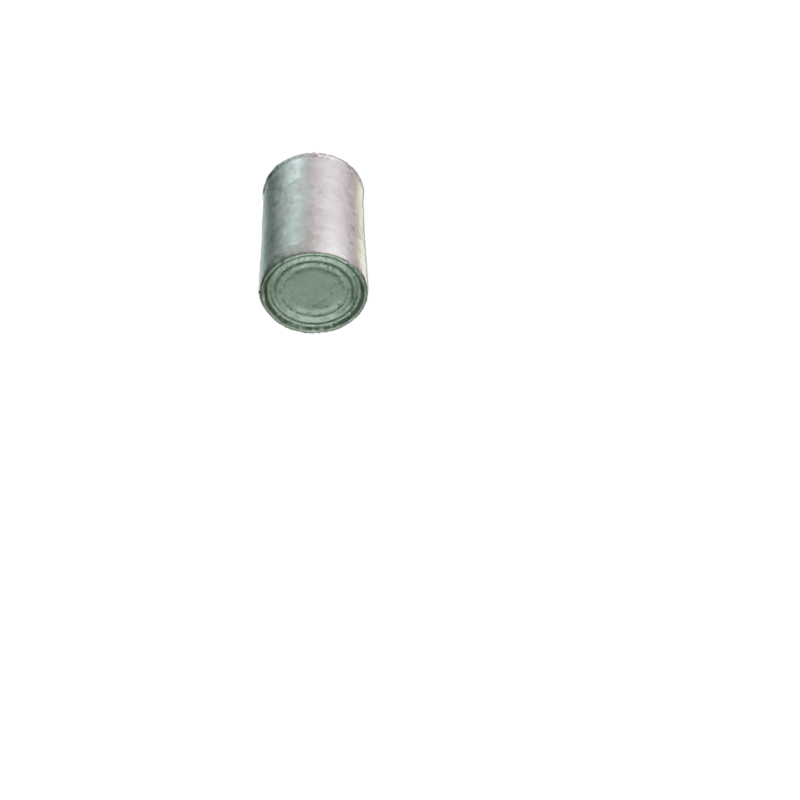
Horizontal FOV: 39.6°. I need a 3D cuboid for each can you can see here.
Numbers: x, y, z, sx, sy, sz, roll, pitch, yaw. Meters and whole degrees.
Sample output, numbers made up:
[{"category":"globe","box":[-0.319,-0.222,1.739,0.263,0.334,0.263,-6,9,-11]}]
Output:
[{"category":"can","box":[-0.055,-0.100,0.703,0.068,0.064,0.110,-1,43,-3]}]
